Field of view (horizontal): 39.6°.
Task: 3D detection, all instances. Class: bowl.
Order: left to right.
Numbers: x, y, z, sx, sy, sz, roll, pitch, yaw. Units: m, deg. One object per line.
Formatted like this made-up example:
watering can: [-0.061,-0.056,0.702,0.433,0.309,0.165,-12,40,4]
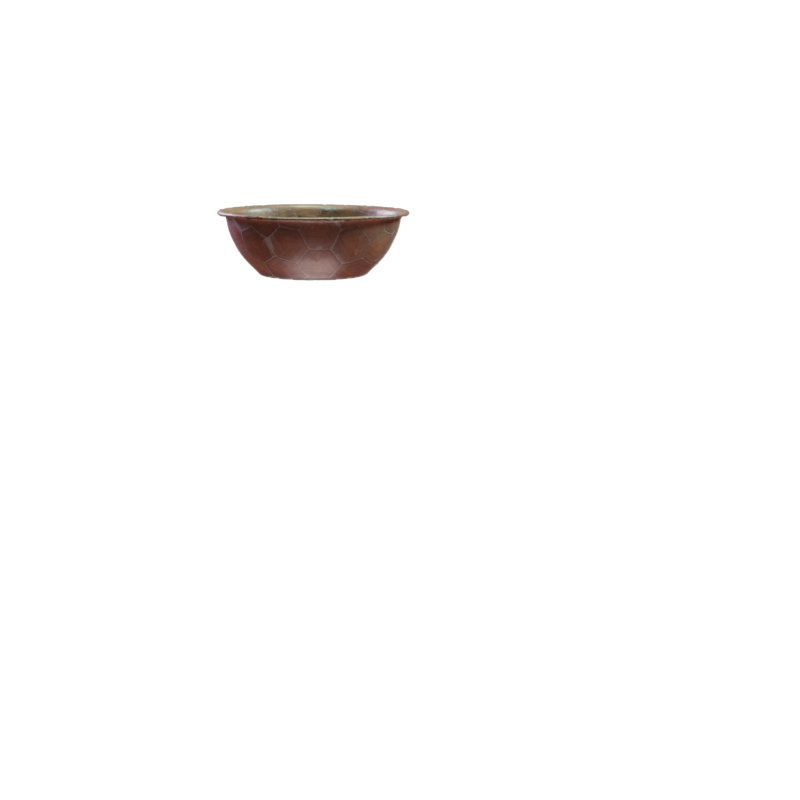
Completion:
bowl: [-0.073,-0.133,0.933,0.162,0.054,0.166,0,12,-2]
